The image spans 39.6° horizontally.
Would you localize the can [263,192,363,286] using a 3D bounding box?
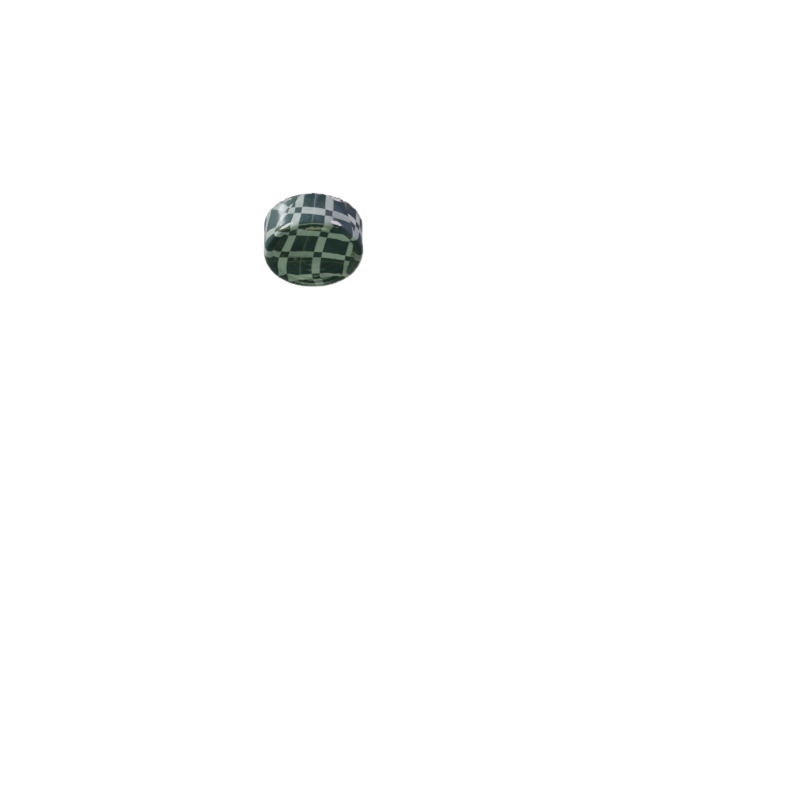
[{"bbox_3d":[-0.074,-0.135,0.948,0.086,0.036,0.080,1,-38,-2],"label":"can"}]
